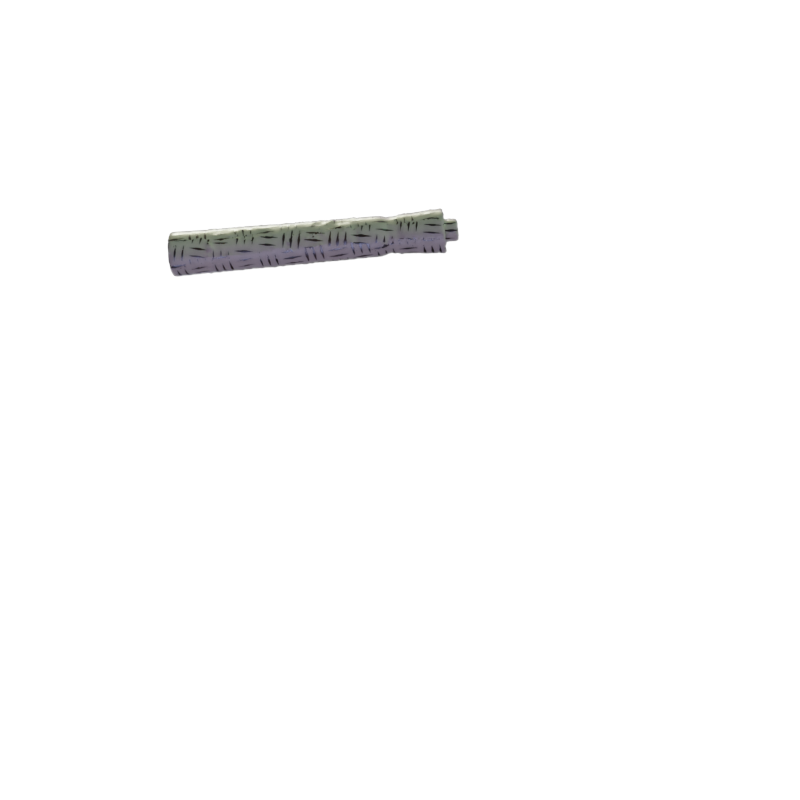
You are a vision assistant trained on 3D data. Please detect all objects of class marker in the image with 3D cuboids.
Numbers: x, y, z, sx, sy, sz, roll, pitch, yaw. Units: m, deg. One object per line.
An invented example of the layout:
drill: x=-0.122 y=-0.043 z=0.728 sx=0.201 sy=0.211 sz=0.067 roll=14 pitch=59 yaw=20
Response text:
marker: x=-0.036 y=-0.066 z=0.466 sx=0.121 sy=0.020 sz=0.020 roll=-5 pitch=4 yaw=5
